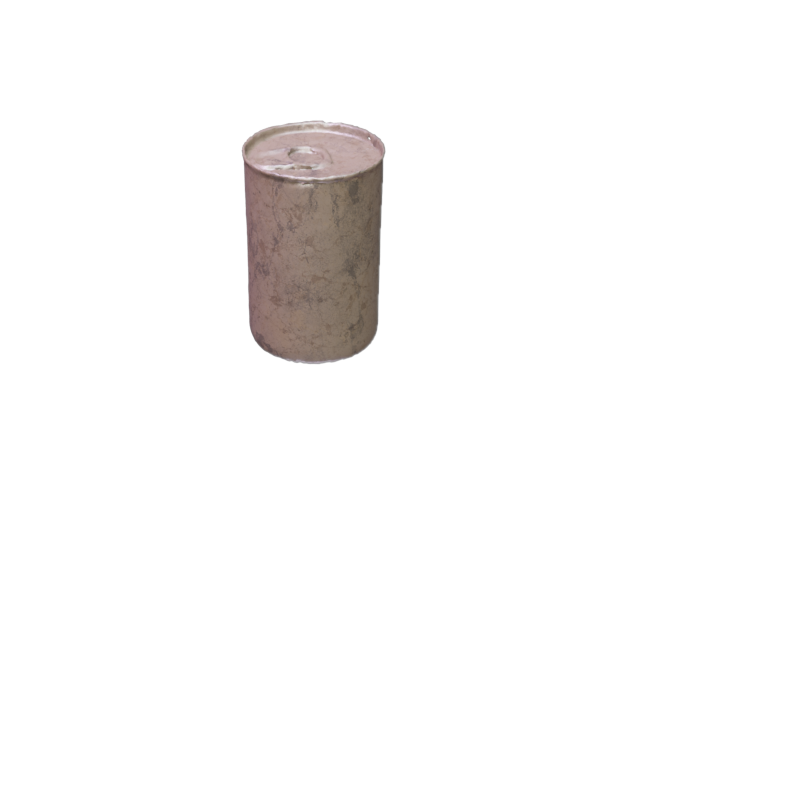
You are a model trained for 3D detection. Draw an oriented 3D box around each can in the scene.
[{"bbox_3d":[-0.043,-0.078,0.547,0.068,0.096,0.073,0,32,-3],"label":"can"}]
